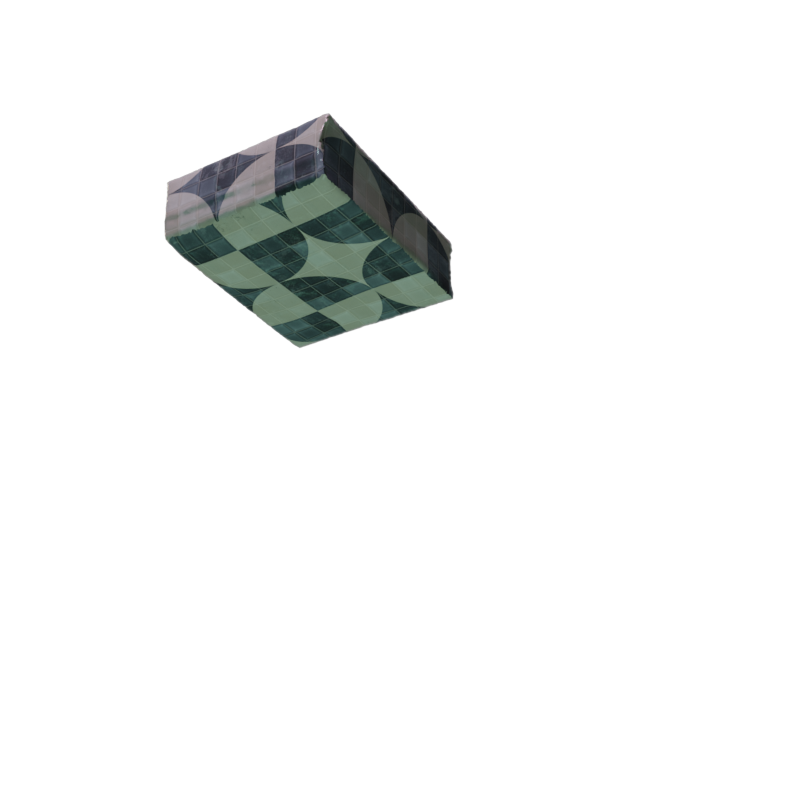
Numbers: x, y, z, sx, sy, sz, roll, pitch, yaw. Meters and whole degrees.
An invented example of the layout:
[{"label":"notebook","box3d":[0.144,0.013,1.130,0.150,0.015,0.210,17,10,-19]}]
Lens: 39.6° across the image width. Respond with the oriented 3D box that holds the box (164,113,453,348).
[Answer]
[{"label":"box","box3d":[-0.040,-0.073,0.512,0.091,0.041,0.105,-18,-34,27]}]
